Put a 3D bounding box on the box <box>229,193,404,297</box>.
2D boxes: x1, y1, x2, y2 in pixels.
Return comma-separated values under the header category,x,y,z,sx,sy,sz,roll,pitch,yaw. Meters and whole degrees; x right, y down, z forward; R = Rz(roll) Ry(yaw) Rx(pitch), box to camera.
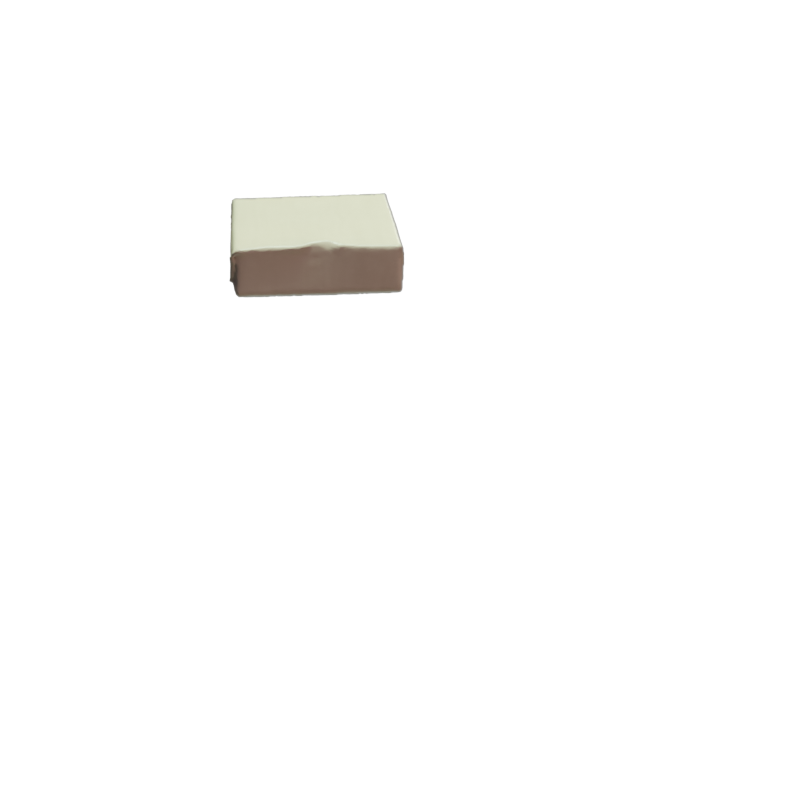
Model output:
category,x,y,z,sx,sy,sz,roll,pitch,yaw
box,-0.047,-0.085,0.594,0.089,0.028,0.078,-2,30,-5
